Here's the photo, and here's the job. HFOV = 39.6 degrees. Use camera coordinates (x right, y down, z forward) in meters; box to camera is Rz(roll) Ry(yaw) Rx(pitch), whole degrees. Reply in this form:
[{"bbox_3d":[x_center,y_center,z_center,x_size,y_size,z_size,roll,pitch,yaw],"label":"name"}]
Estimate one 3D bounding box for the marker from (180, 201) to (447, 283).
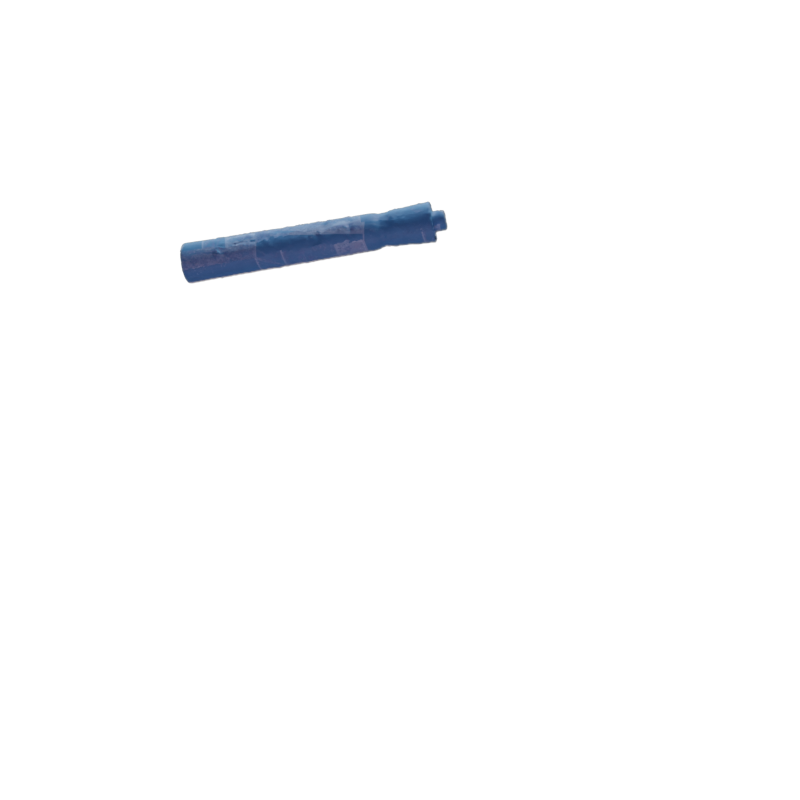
[{"bbox_3d":[-0.039,-0.072,0.502,0.122,0.020,0.020,-8,3,9],"label":"marker"}]
